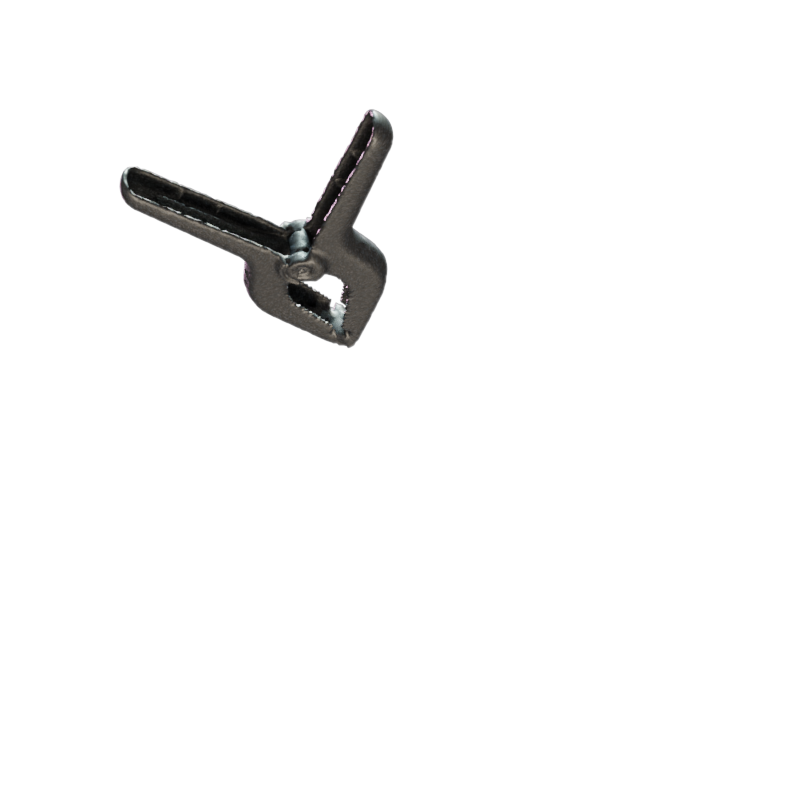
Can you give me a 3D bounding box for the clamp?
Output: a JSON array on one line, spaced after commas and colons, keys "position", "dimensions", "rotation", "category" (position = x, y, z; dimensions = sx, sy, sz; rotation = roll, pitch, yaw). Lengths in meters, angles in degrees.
[{"position": [-0.055, -0.100, 0.699], "dimensions": [0.166, 0.039, 0.194], "rotation": [-13, -34, 19], "category": "clamp"}]
